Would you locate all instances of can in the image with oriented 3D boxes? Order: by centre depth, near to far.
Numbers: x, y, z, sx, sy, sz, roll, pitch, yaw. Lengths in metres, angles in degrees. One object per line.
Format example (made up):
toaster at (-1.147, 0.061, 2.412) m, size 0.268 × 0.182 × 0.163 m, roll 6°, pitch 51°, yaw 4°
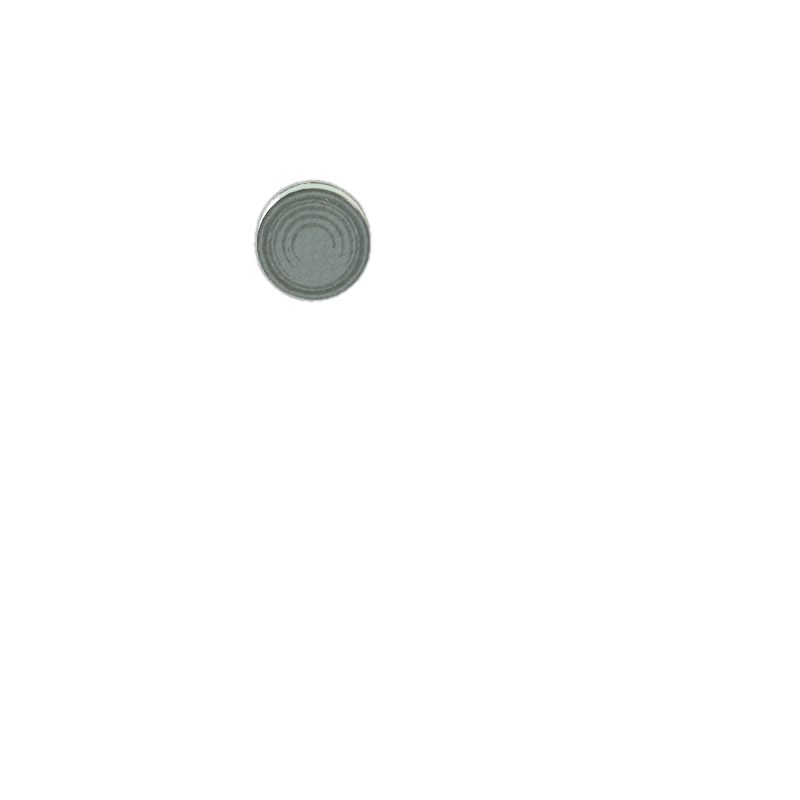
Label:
can at (-0.064, -0.117, 0.823) m, size 0.086 × 0.083 × 0.035 m, roll 0°, pitch 12°, yaw -1°
